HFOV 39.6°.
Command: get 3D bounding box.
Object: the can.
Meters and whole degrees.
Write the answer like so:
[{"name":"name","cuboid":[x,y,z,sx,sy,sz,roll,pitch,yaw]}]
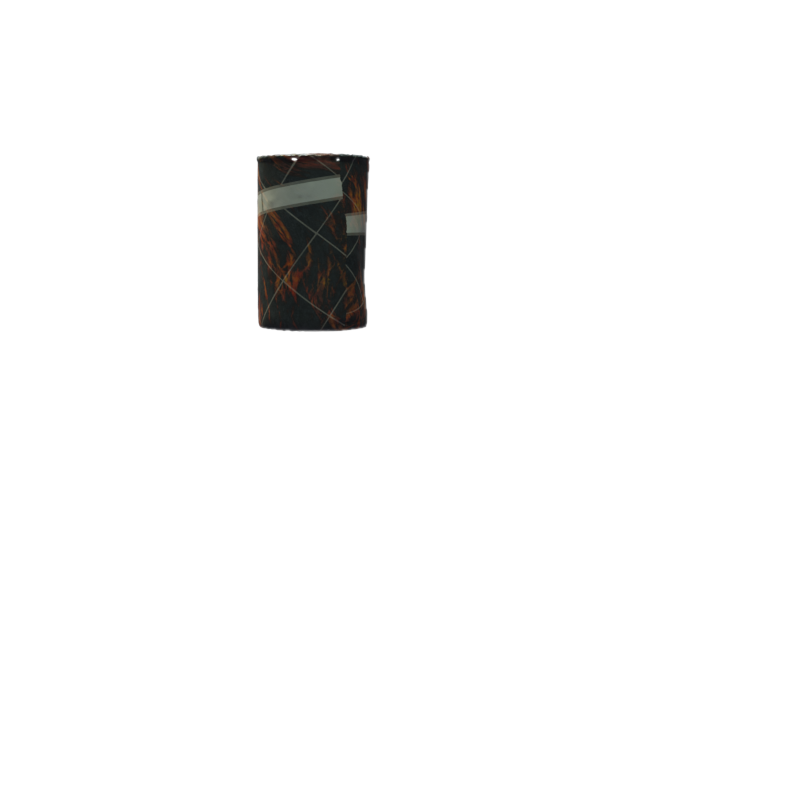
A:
[{"name":"can","cuboid":[-0.052,-0.095,0.665,0.068,0.102,0.069,0,4,-2]}]
